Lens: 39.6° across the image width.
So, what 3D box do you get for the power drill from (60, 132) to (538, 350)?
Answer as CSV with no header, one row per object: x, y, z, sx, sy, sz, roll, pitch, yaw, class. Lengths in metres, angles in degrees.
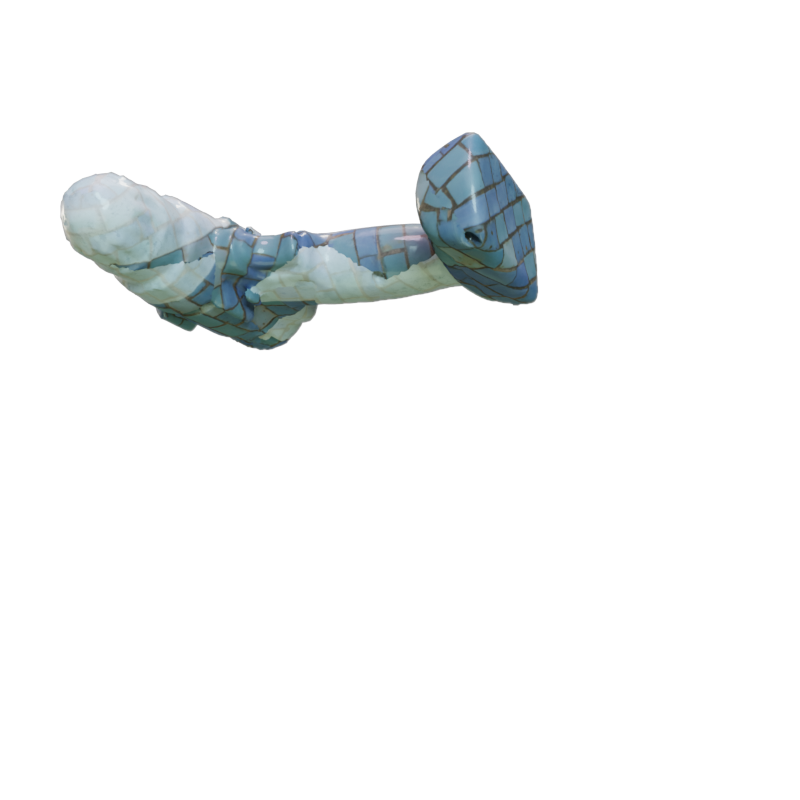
-0.041,-0.075,0.524,0.192,0.060,0.174,-5,-14,23,power drill
